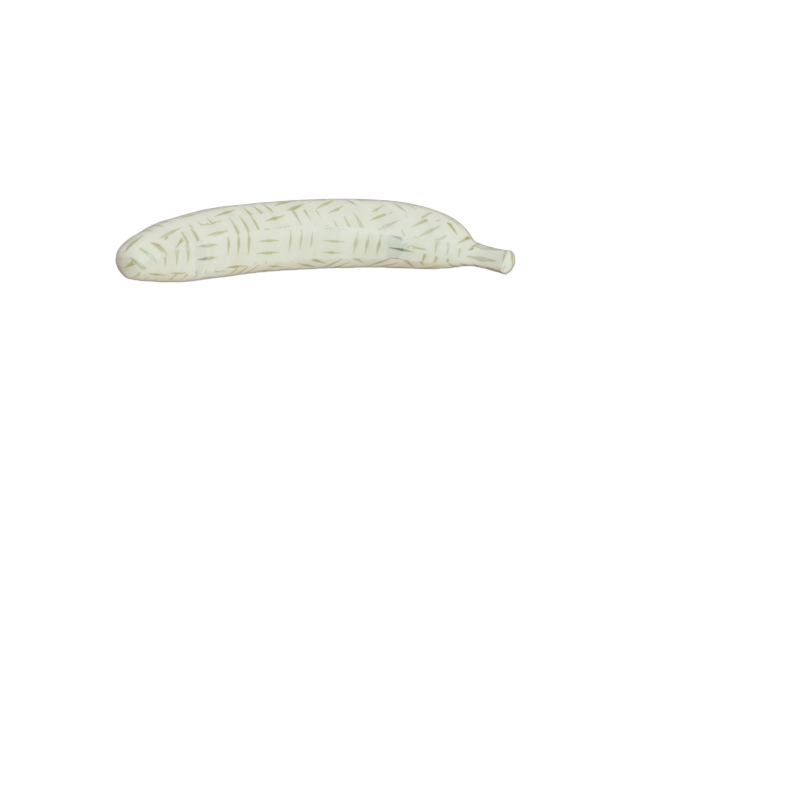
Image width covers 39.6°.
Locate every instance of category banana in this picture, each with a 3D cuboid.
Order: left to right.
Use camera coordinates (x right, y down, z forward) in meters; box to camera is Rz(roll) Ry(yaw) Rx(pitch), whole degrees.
[{"bbox_3d":[-0.045,-0.080,0.547,0.193,0.036,0.073,-5,13,-20],"label":"banana"}]
